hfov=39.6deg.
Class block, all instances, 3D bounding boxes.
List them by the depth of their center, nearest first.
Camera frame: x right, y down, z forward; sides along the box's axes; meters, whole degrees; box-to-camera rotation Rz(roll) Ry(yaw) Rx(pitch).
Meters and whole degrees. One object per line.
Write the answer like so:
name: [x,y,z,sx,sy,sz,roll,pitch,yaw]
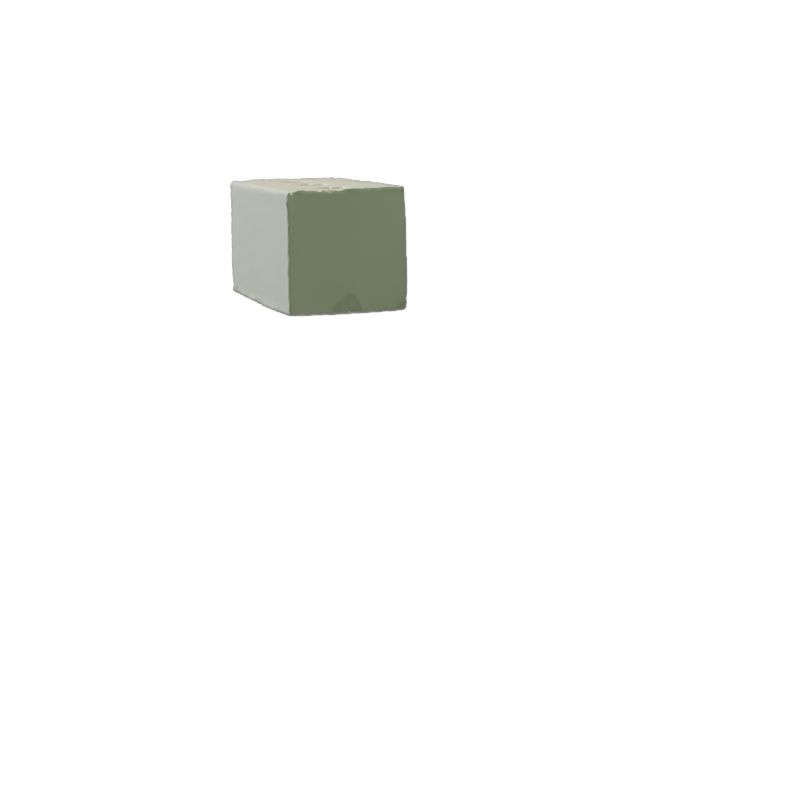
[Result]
block: [-0.037,-0.068,0.475,0.051,0.050,0.082,-5,13,-25]
